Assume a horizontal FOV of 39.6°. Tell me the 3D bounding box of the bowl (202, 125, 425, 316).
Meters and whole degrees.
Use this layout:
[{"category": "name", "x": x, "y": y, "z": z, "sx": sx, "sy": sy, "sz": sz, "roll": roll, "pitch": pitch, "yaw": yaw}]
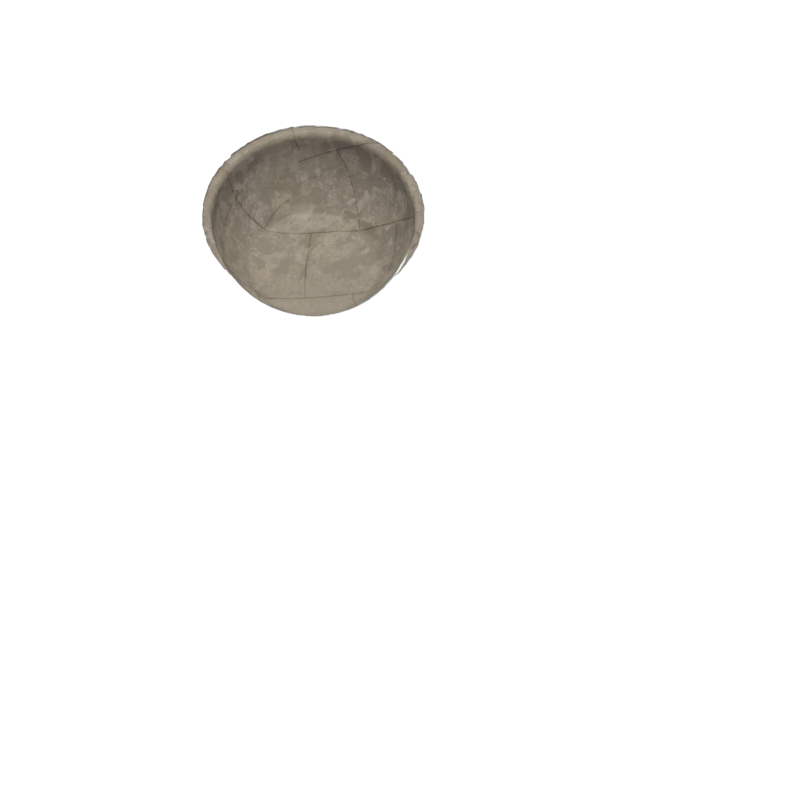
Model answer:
[{"category": "bowl", "x": -0.061, "y": -0.112, "z": 0.785, "sx": 0.162, "sy": 0.151, "sz": 0.059, "roll": 1, "pitch": 41, "yaw": -1}]
